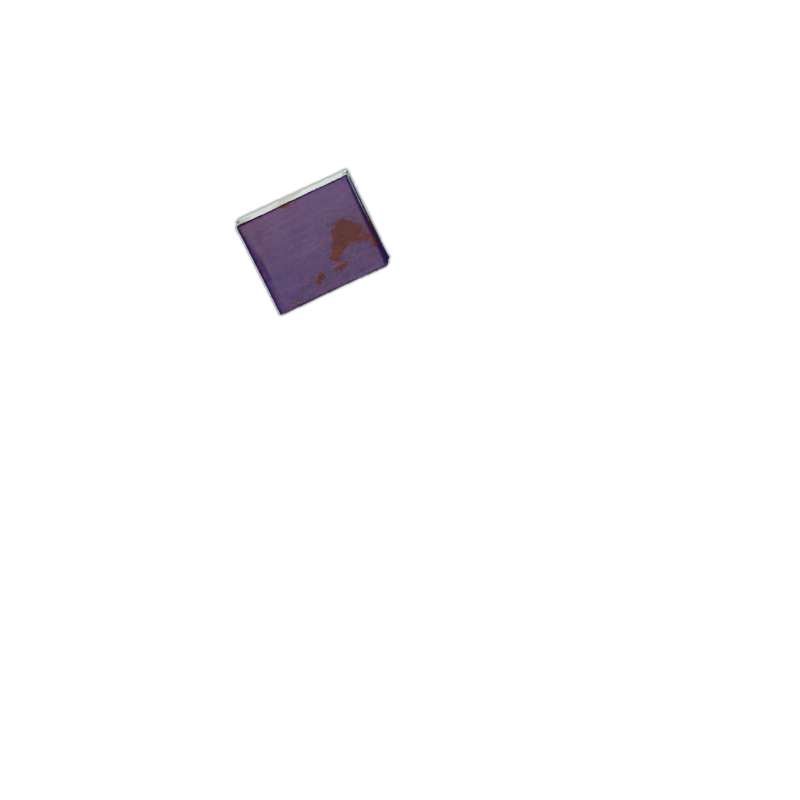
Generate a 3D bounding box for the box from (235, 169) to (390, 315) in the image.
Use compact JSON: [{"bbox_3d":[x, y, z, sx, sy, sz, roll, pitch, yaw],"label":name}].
[{"bbox_3d":[-0.062,-0.113,0.790,0.089,0.071,0.031,-25,13,5],"label":"box"}]
